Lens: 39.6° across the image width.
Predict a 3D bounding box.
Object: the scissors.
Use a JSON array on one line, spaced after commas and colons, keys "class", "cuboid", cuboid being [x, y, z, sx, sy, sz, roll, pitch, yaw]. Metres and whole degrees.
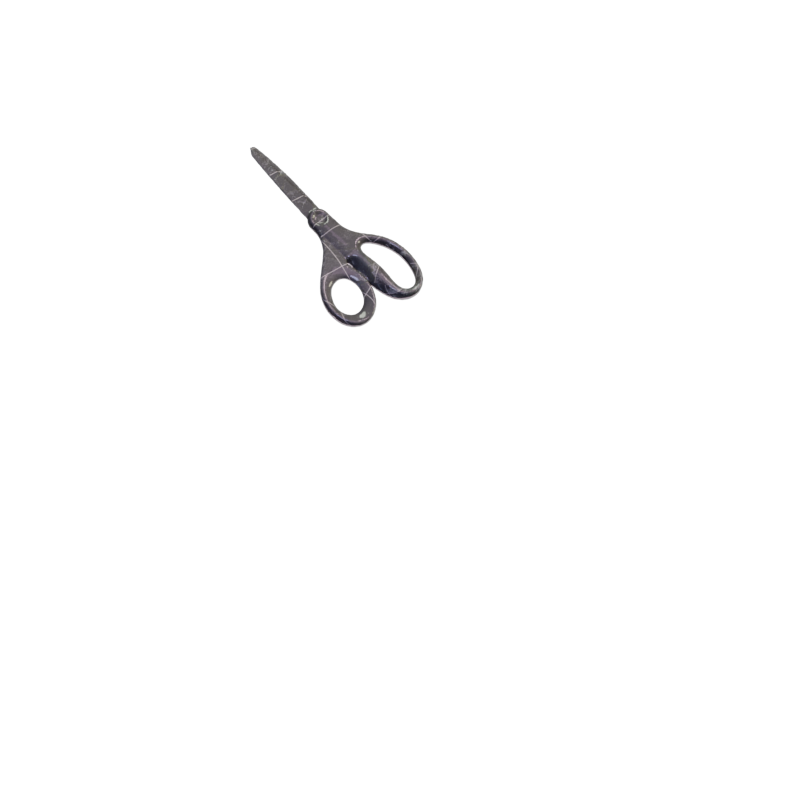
[{"class": "scissors", "cuboid": [-0.076, -0.138, 0.965, 0.209, 0.098, 0.015, 33, -21, 14]}]
